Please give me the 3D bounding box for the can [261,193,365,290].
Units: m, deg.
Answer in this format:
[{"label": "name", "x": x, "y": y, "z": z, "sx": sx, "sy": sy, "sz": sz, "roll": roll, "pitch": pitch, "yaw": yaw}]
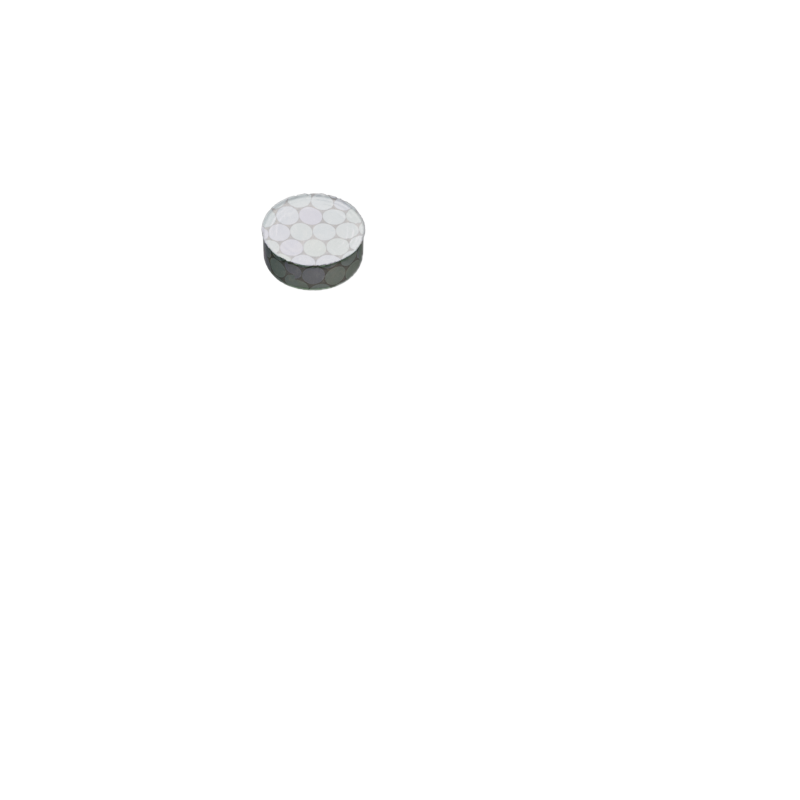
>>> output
[{"label": "can", "x": -0.073, "y": -0.133, "z": 0.928, "sx": 0.086, "sy": 0.092, "sz": 0.031, "roll": -1, "pitch": -41, "yaw": -1}]
